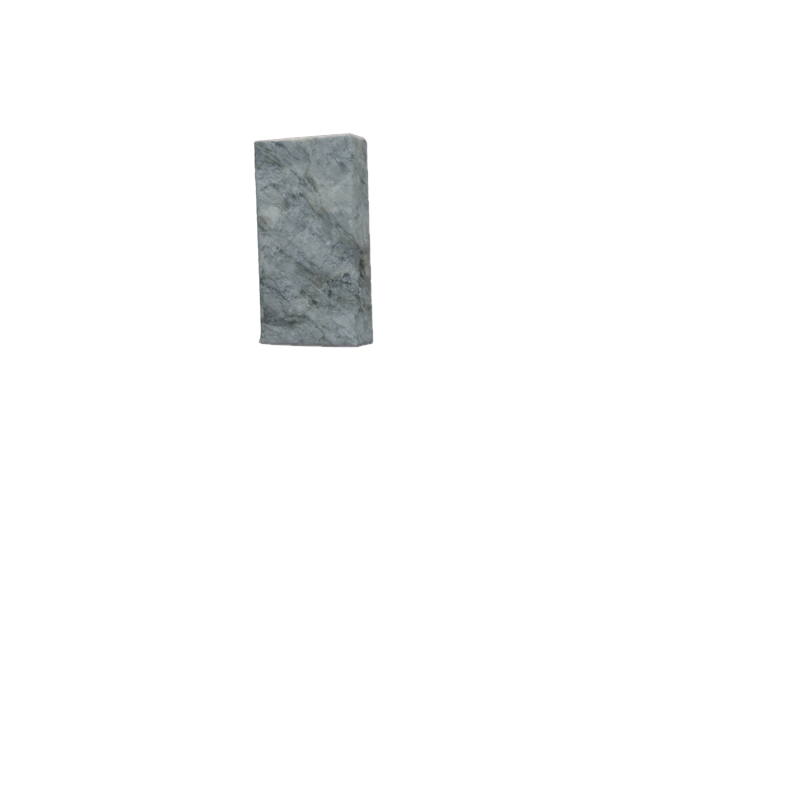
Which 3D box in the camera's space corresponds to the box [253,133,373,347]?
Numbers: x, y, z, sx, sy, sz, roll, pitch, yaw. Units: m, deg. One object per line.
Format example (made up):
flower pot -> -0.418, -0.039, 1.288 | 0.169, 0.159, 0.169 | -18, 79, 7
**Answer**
box -> -0.073, -0.134, 0.940 | 0.096, 0.177, 0.046 | -1, -2, 24
